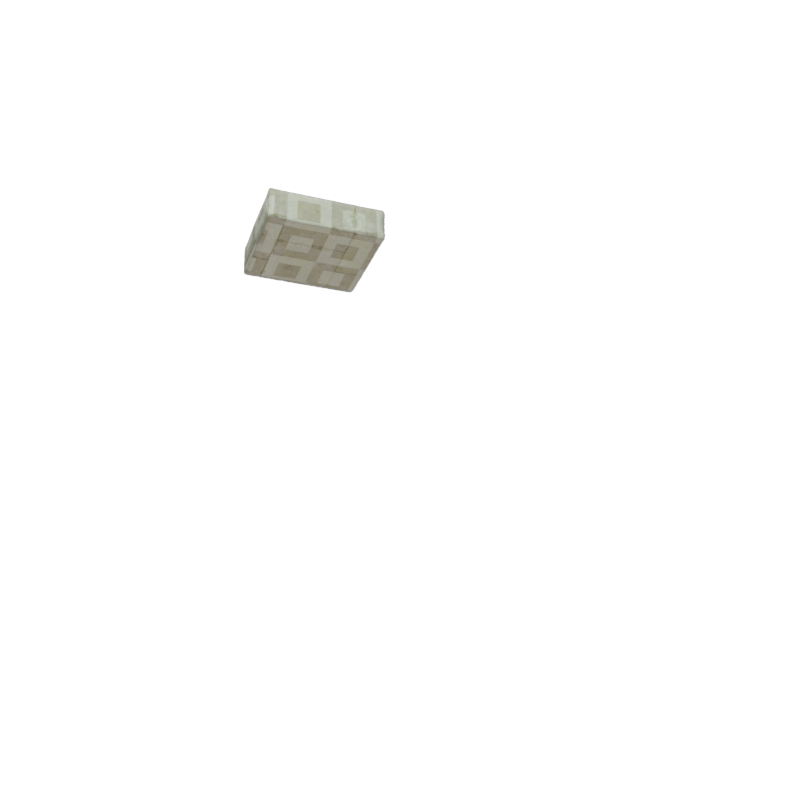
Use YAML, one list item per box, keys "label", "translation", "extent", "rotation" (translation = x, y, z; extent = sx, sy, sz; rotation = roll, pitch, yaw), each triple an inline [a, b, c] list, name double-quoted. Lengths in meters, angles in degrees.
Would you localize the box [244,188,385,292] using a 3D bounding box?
- label: "box"
  translation: [-0.064, -0.117, 0.818]
  extent: [0.087, 0.032, 0.070]
  rotation: [9, -33, -15]
